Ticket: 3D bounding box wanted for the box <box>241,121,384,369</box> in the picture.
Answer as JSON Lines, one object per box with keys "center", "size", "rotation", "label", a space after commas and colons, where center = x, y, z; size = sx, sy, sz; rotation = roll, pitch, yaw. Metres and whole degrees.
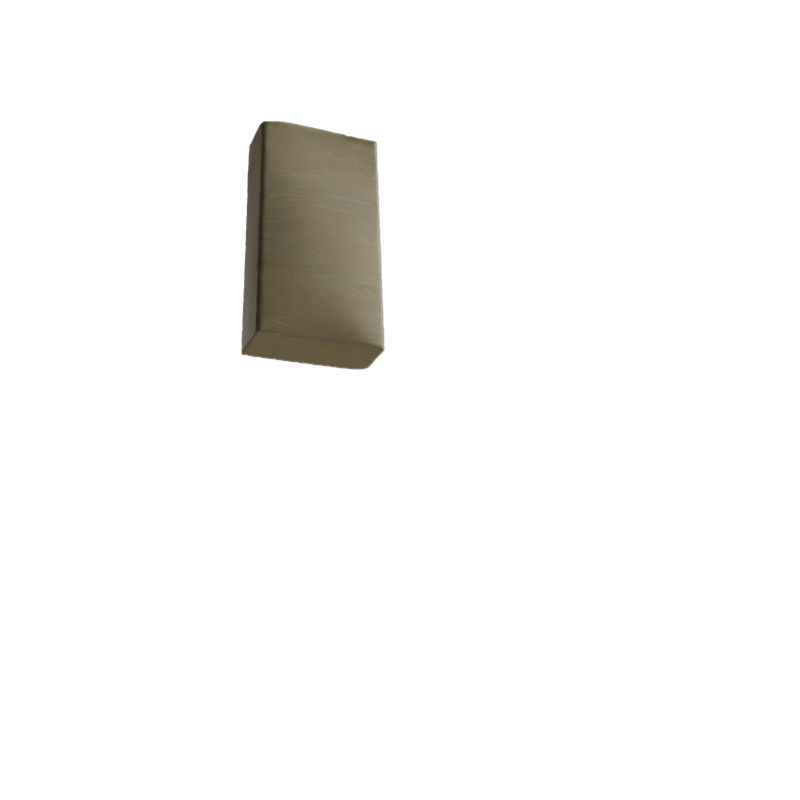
{"center": [-0.062, -0.113, 0.789], "size": [0.091, 0.187, 0.047], "rotation": [8, -29, -18], "label": "box"}
